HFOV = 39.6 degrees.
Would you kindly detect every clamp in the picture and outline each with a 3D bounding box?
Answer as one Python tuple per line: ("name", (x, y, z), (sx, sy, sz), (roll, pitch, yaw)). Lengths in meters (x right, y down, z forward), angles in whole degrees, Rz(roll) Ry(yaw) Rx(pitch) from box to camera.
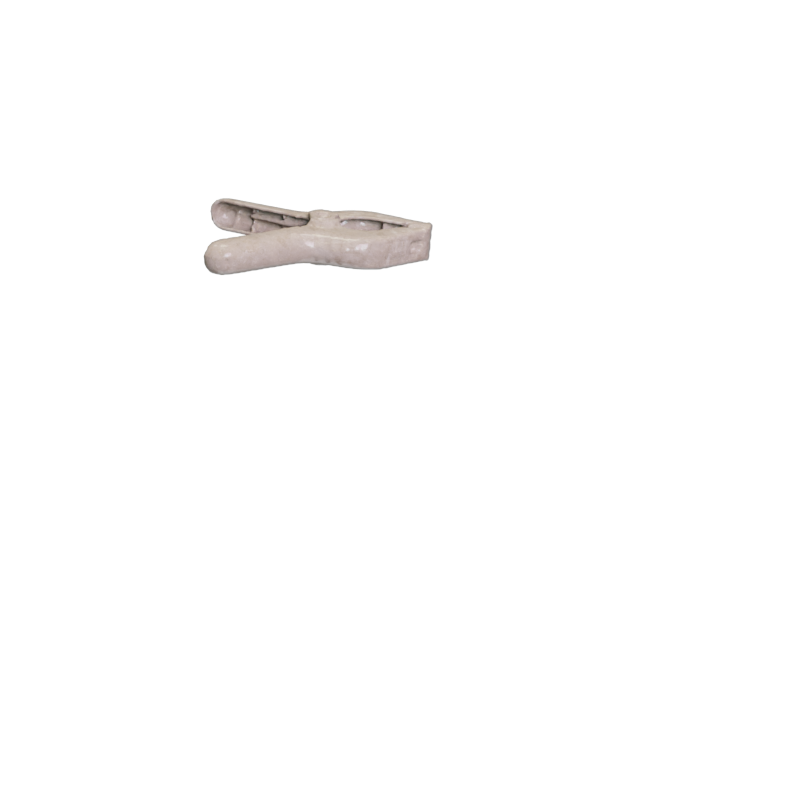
("clamp", (-0.063, -0.115, 0.806), (0.173, 0.037, 0.126), (3, 31, 4))
